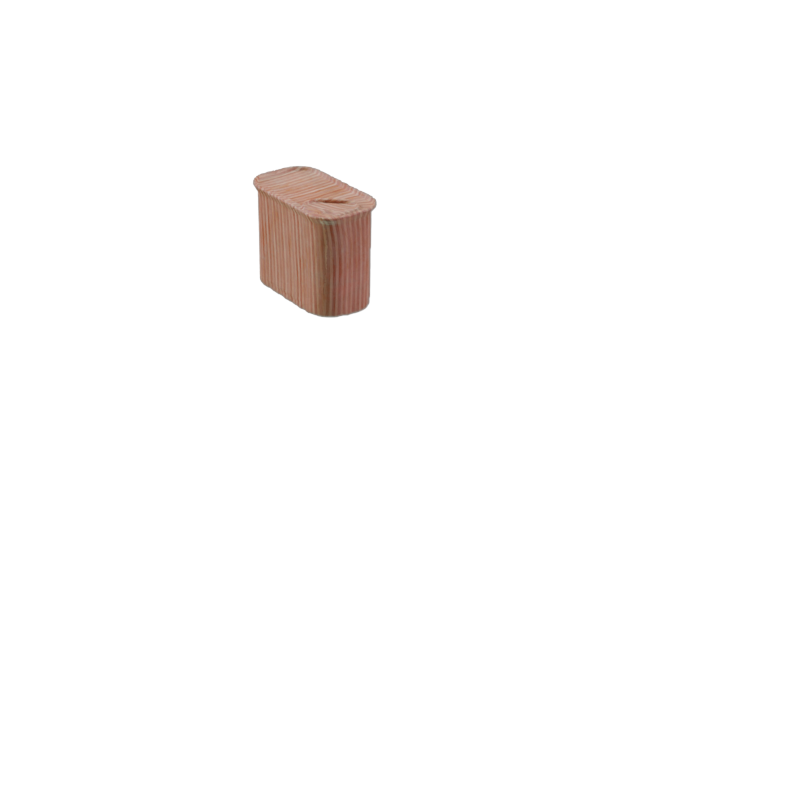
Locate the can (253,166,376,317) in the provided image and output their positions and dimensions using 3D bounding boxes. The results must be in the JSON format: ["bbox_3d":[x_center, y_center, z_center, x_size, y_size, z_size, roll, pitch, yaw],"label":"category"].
[{"bbox_3d":[-0.065,-0.118,0.829,0.057,0.079,0.109,-19,35,-33],"label":"can"}]
